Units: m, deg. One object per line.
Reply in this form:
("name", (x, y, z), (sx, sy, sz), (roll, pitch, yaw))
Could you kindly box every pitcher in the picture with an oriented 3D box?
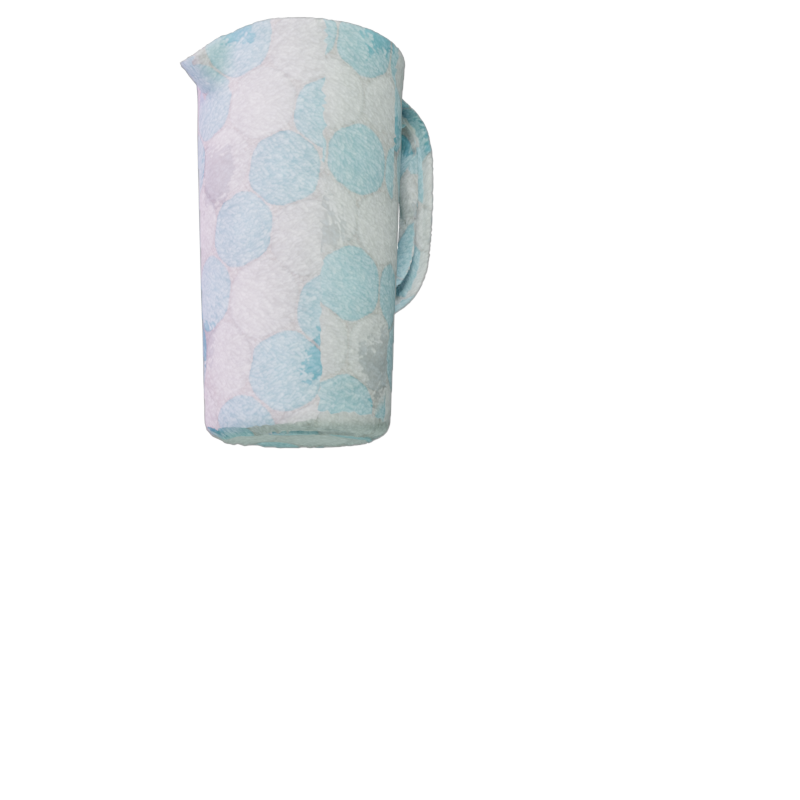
("pitcher", (-0.053, -0.097, 0.677), (0.150, 0.252, 0.139), (-2, -13, 4))
